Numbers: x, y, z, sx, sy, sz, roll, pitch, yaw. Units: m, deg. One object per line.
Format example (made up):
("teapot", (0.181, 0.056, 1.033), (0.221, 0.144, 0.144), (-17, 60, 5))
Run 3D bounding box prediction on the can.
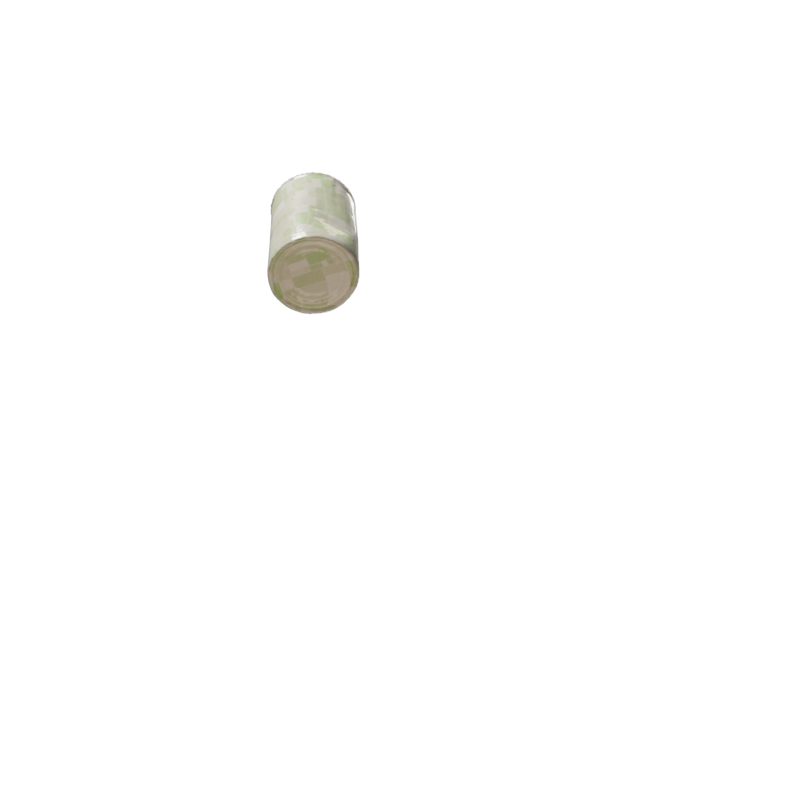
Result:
("can", (-0.066, -0.120, 0.839), (0.068, 0.064, 0.109), (-1, 34, -3))
